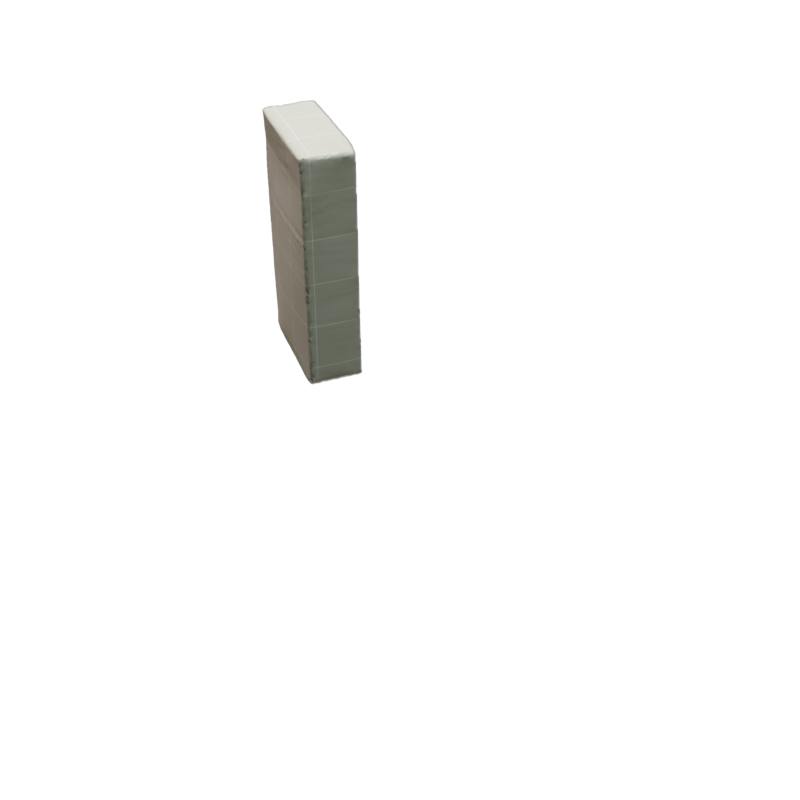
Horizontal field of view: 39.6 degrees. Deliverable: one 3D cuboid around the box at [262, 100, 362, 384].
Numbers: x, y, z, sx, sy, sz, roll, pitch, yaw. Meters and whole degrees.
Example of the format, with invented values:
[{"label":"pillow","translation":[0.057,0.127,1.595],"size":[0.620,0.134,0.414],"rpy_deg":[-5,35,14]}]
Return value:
[{"label":"box","translation":[-0.060,-0.111,0.776],"size":[0.047,0.166,0.101],"rpy_deg":[-9,34,-18]}]
